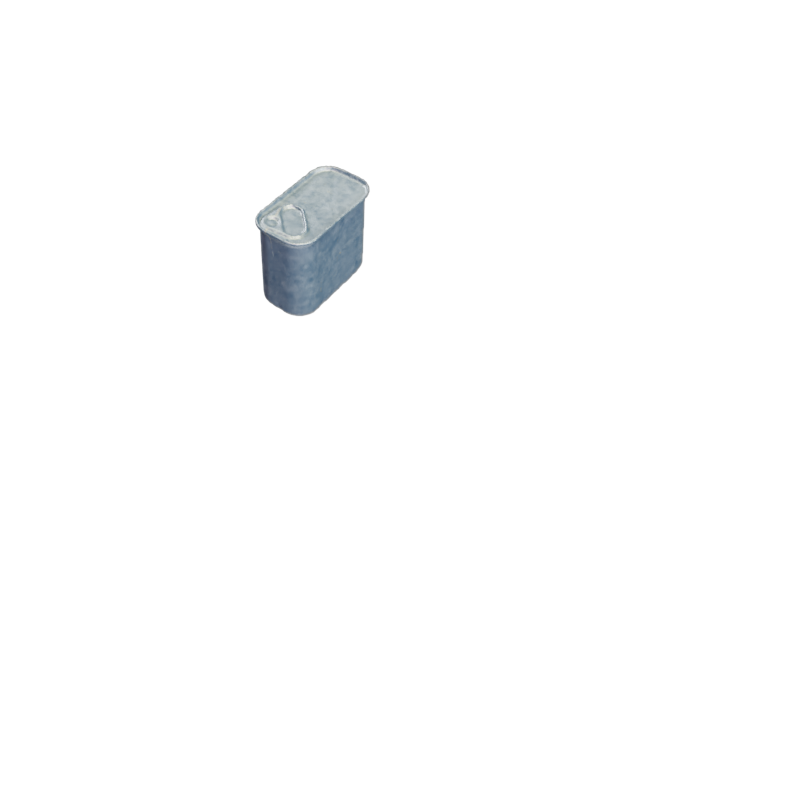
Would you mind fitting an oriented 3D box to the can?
[{"bbox_3d":[-0.072,-0.132,0.922,0.060,0.078,0.104,27,51,22],"label":"can"}]
